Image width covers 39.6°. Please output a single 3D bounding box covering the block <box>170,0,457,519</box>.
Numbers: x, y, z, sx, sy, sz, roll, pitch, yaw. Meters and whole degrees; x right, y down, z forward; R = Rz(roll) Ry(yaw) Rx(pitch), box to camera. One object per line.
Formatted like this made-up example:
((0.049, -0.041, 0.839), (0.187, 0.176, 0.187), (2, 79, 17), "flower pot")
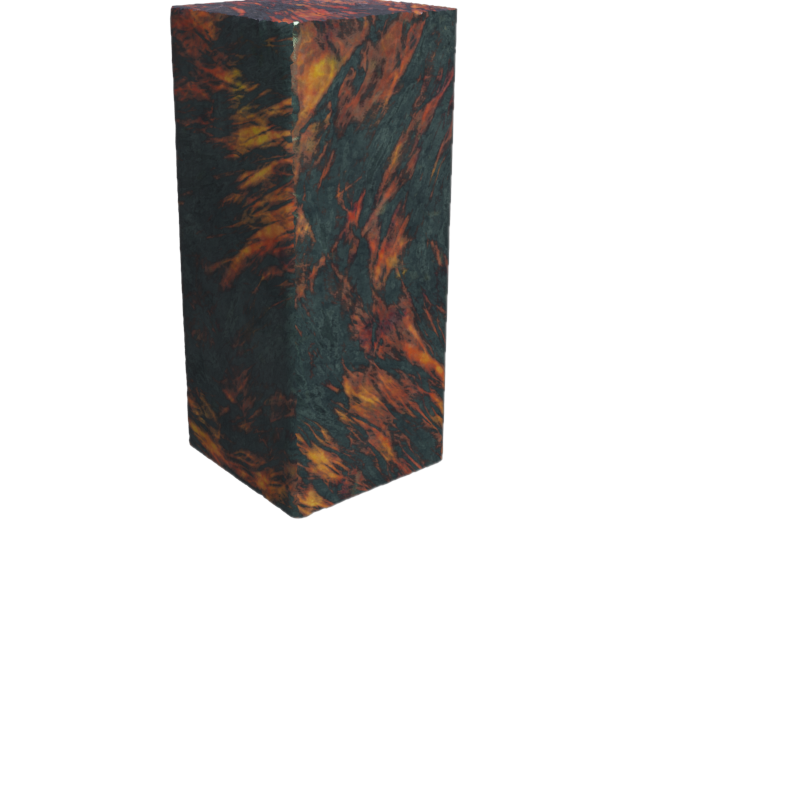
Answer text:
((-0.039, -0.070, 0.491), (0.088, 0.198, 0.096), (-15, 25, -38), "block")
